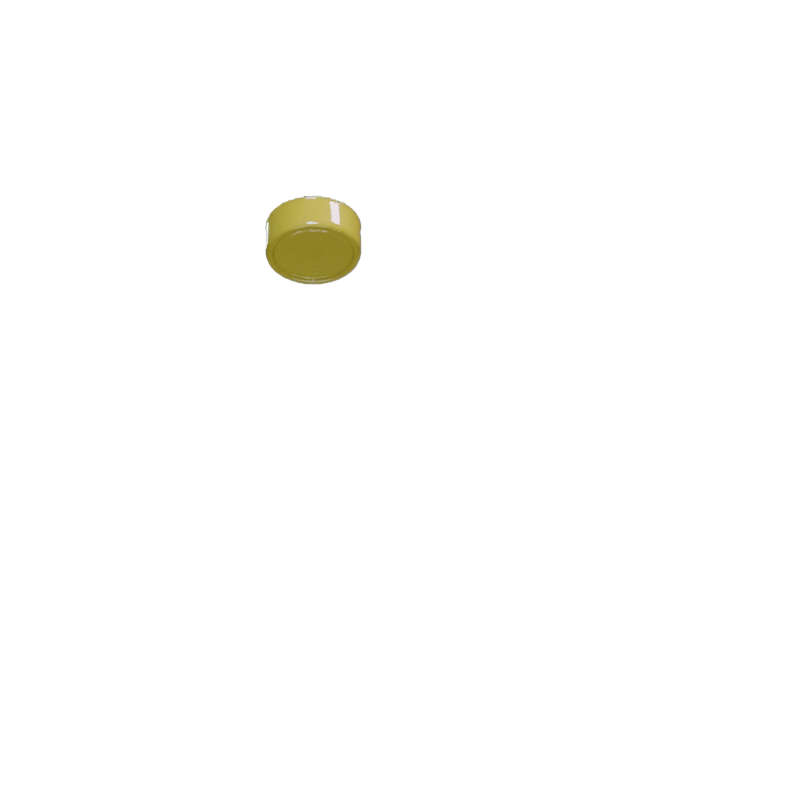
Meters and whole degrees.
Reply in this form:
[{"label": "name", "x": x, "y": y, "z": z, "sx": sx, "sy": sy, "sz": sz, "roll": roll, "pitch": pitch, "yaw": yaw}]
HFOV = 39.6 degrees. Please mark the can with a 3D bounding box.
[{"label": "can", "x": -0.077, "y": -0.140, "z": 0.981, "sx": 0.086, "sy": 0.036, "sz": 0.080, "roll": 1, "pitch": -35, "yaw": -2}]
